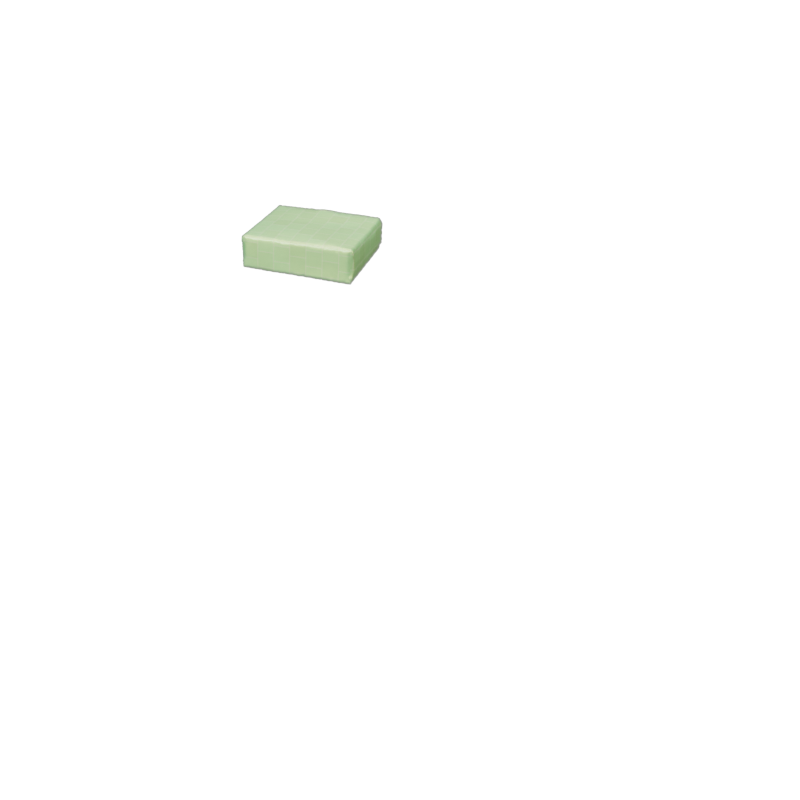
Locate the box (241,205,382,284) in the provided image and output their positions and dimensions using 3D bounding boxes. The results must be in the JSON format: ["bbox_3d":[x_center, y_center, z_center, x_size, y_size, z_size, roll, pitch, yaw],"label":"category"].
[{"bbox_3d":[-0.066,-0.121,0.848,0.092,0.029,0.075,9,29,17],"label":"box"}]
